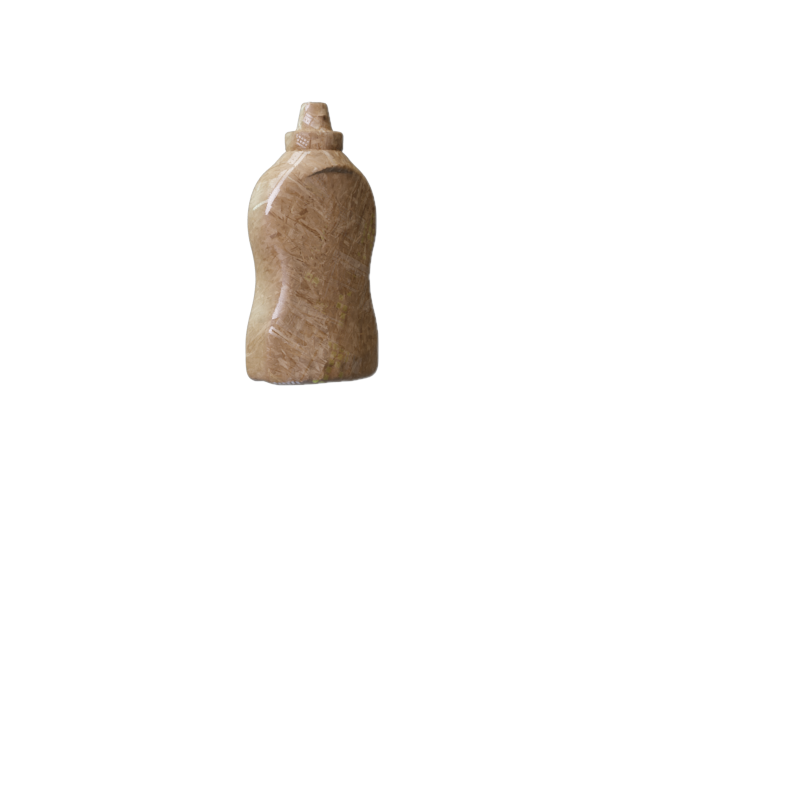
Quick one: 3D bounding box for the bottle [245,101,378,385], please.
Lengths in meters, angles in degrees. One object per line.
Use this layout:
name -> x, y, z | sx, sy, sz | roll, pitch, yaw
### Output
bottle -> -0.060, -0.110, 0.767 | 0.093, 0.192, 0.060 | -1, 1, -35
